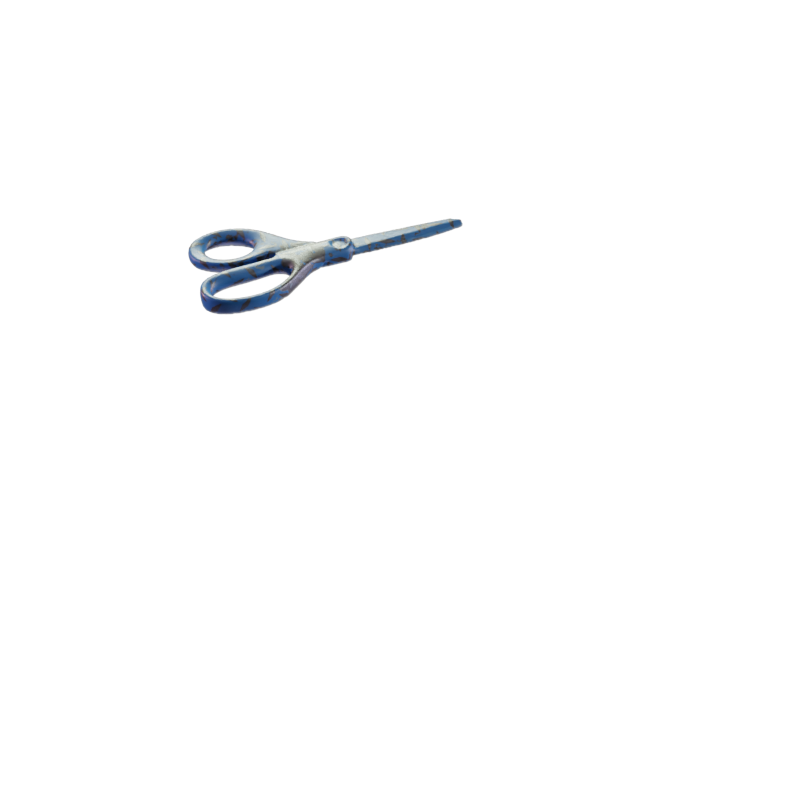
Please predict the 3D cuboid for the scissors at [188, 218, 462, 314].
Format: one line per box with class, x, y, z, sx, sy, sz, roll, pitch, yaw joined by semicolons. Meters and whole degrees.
scissors;-0.061;-0.112;0.782;0.201;0.015;0.103;-28;46;-31
